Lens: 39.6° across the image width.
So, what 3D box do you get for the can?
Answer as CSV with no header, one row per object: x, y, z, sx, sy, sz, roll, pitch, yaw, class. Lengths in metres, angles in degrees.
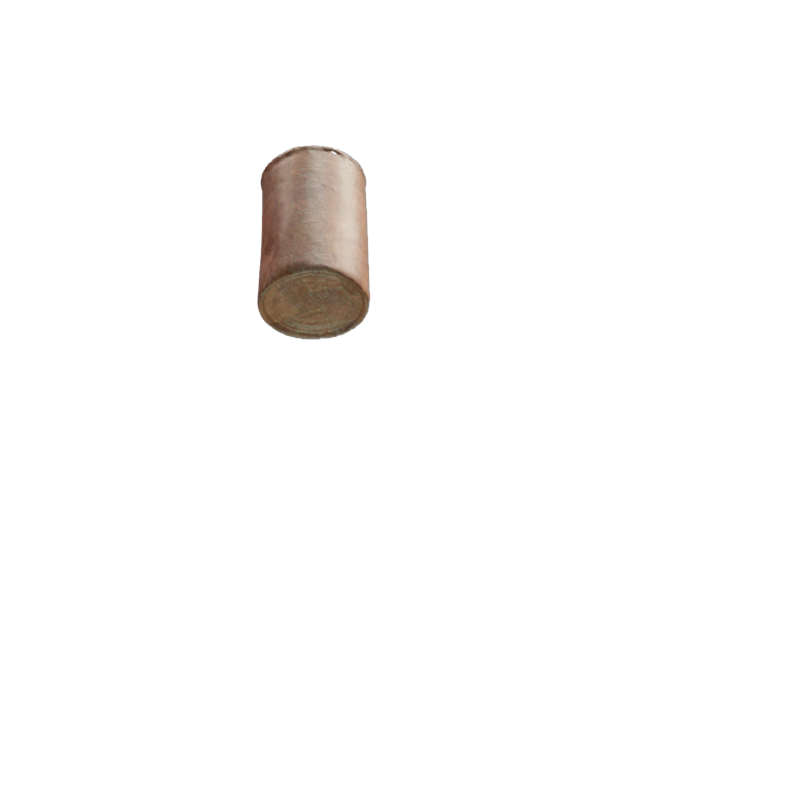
-0.053,-0.097,0.679,0.068,0.110,0.064,-1,-38,-3,can
